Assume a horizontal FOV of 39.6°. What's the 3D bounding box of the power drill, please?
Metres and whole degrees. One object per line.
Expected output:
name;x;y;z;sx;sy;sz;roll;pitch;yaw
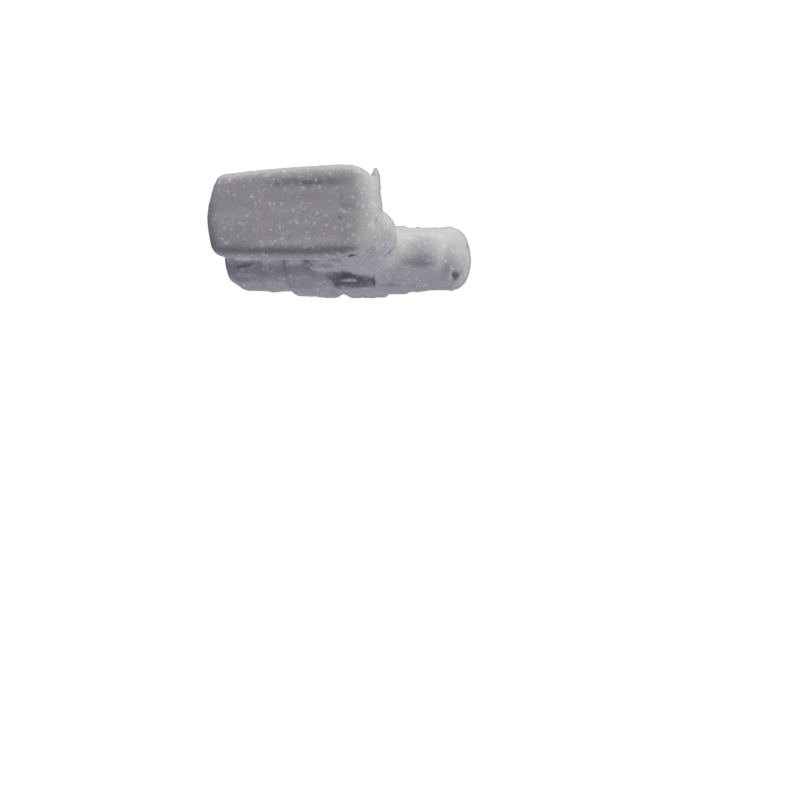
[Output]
power drill;-0.058;-0.106;0.745;0.188;0.058;0.180;-1;-4;17
